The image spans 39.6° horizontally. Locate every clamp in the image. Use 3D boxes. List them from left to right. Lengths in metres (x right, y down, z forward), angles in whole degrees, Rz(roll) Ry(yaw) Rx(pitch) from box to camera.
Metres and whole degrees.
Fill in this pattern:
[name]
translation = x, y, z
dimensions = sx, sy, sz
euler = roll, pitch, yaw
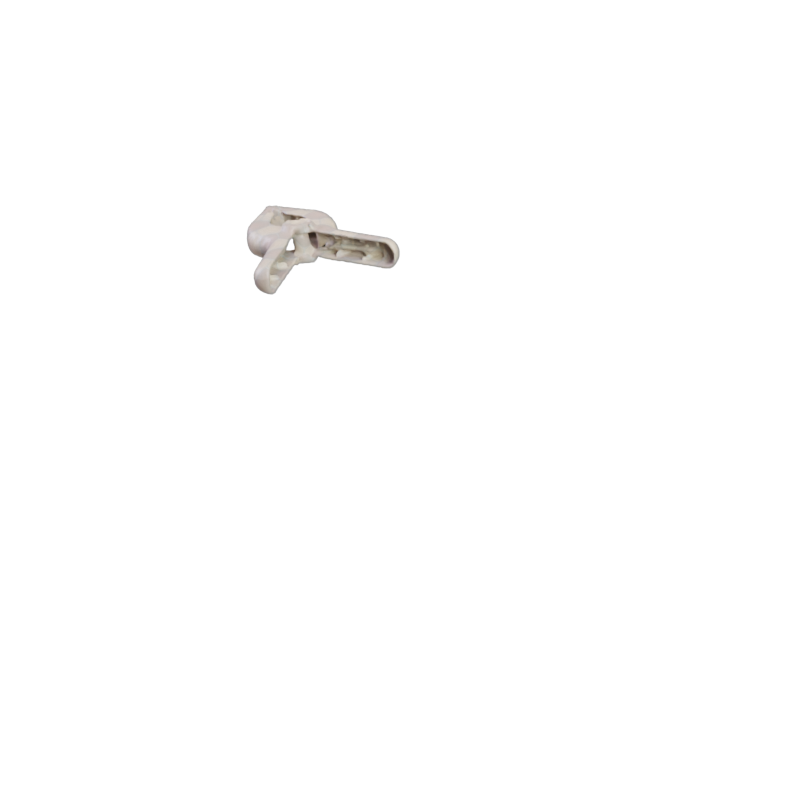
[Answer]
[clamp]
translation = -0.074, -0.135, 0.943
dimensions = 0.119, 0.037, 0.182
euler = -6, 27, -12
